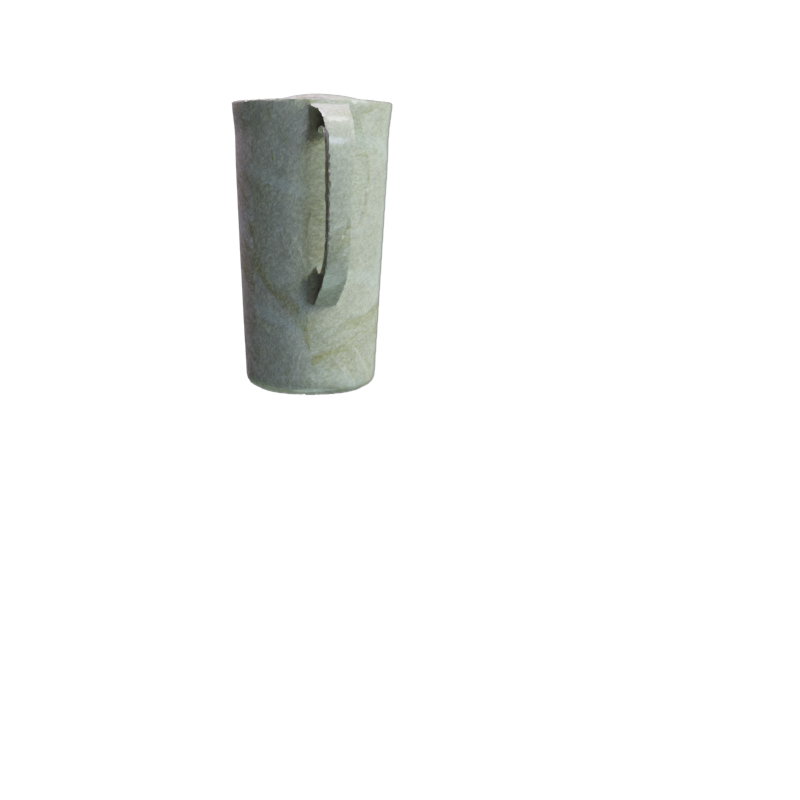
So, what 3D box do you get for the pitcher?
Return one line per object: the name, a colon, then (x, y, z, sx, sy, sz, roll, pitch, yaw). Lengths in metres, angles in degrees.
pitcher: (-0.072, -0.130, 0.914, 0.150, 0.241, 0.145, 3, 6, 29)
